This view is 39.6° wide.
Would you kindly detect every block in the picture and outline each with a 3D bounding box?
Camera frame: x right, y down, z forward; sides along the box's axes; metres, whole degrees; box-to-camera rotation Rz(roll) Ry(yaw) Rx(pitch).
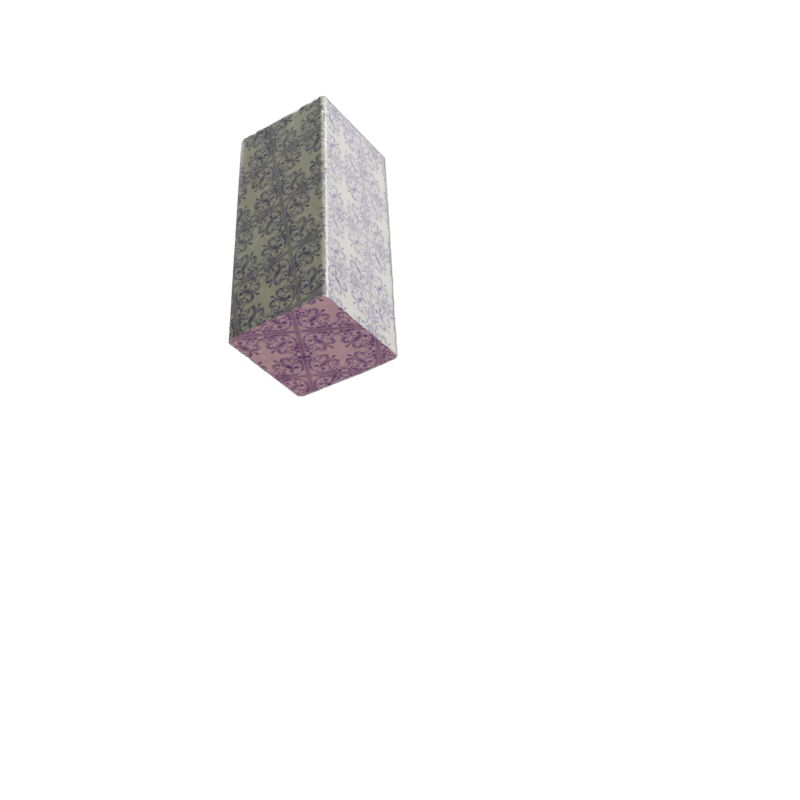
[{"bbox_3d":[-0.067,-0.121,0.853,0.090,0.221,0.084,-25,-43,25],"label":"block"}]
